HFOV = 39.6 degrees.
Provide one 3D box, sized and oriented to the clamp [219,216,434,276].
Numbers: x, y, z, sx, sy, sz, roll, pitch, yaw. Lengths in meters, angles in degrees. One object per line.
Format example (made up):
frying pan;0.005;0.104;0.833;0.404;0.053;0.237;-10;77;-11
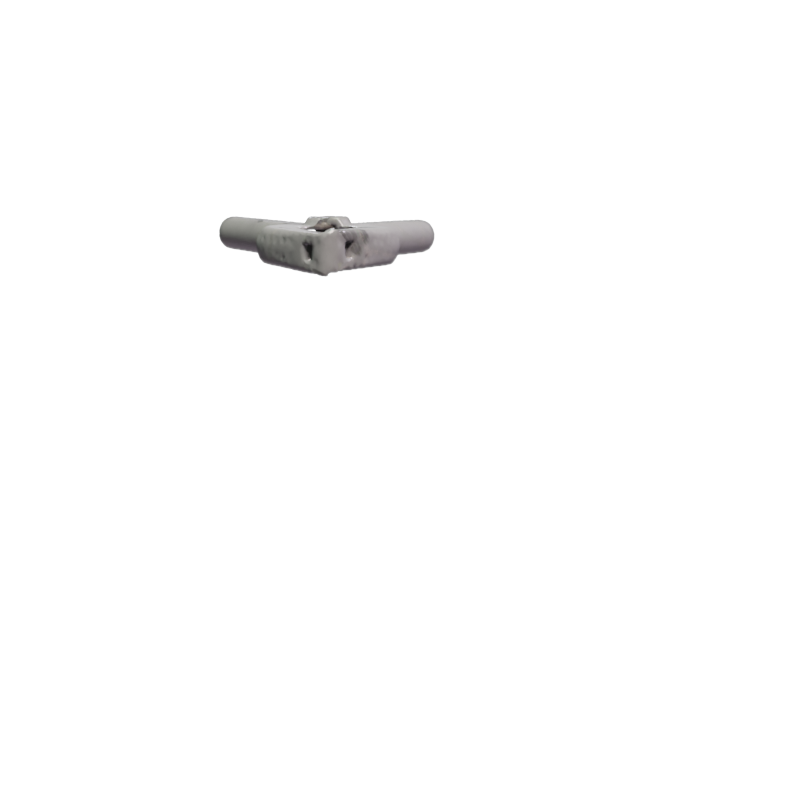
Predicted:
clamp;-0.061;-0.110;0.774;0.166;0.036;0.212;1;12;4
